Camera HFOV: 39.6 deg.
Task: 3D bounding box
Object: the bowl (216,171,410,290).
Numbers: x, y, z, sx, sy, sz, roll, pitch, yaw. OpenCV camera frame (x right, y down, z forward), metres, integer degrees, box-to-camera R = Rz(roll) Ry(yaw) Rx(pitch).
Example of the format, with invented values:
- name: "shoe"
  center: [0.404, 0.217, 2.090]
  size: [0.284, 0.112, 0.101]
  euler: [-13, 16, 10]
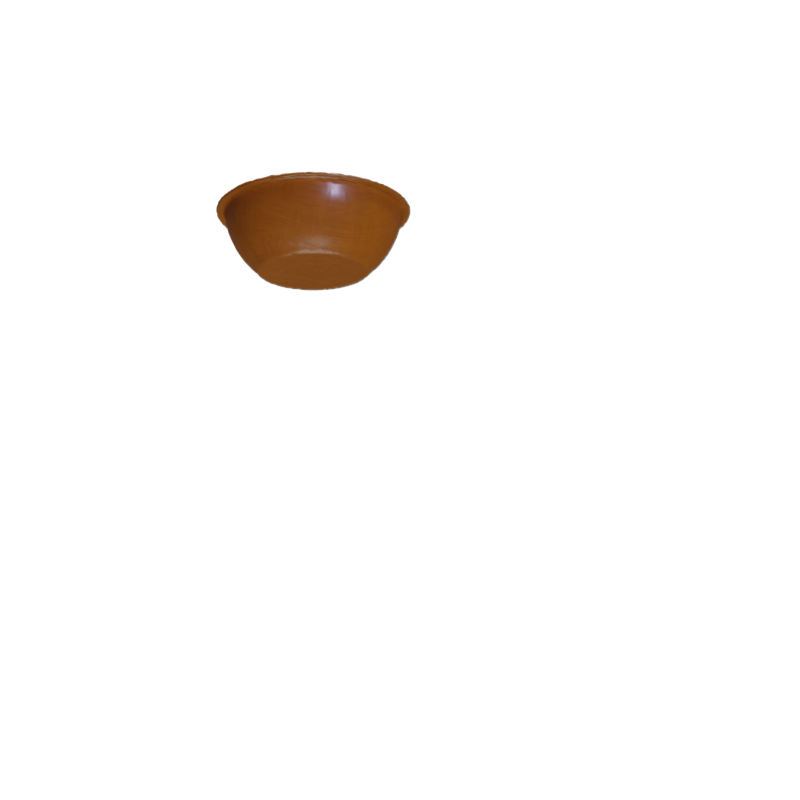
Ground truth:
- name: "bowl"
  center: [-0.071, -0.130, 0.912]
  size: [0.162, 0.057, 0.156]
  euler: [0, -15, -2]
